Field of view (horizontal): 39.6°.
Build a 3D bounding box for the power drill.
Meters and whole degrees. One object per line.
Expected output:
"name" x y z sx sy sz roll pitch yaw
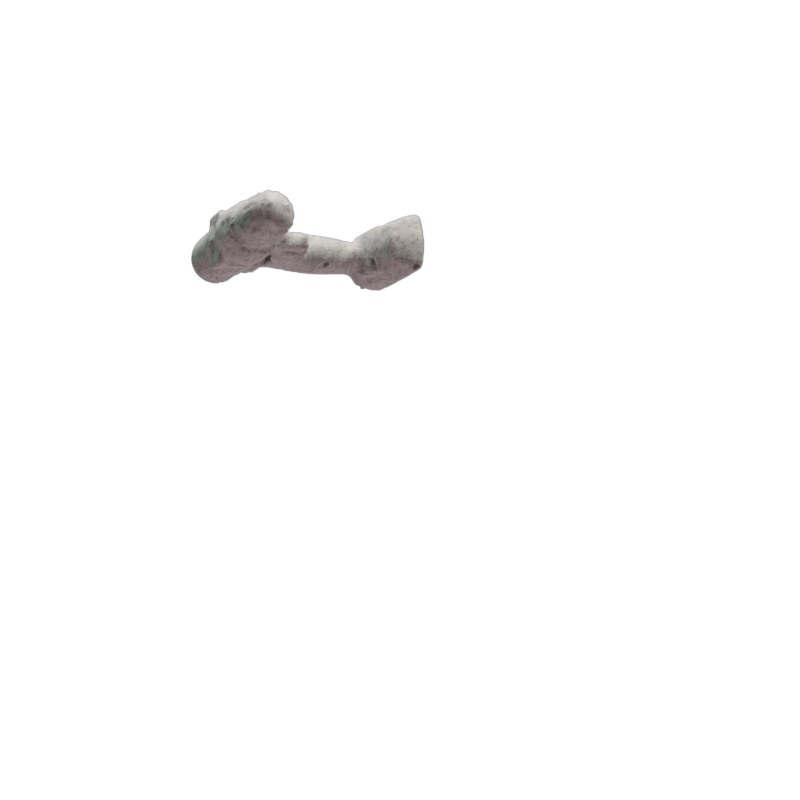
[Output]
"power drill" -0.077 -0.141 0.986 0.182 0.059 0.186 3 -8 -25
